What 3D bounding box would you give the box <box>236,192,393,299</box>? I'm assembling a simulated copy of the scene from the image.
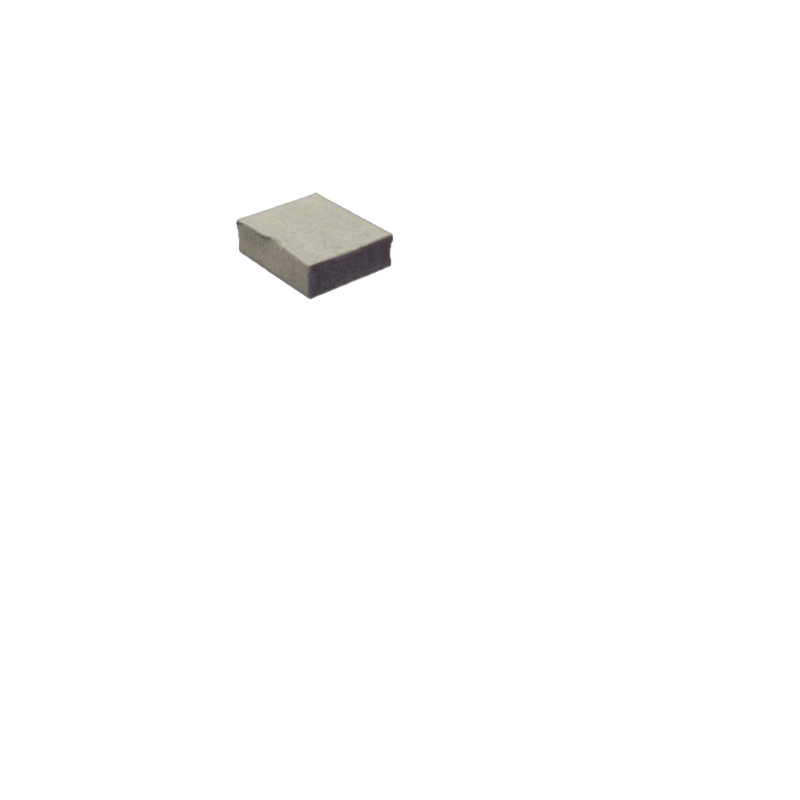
[{"bbox_3d":[-0.061,-0.112,0.781,0.072,0.028,0.096,-24,41,-32],"label":"box"}]
